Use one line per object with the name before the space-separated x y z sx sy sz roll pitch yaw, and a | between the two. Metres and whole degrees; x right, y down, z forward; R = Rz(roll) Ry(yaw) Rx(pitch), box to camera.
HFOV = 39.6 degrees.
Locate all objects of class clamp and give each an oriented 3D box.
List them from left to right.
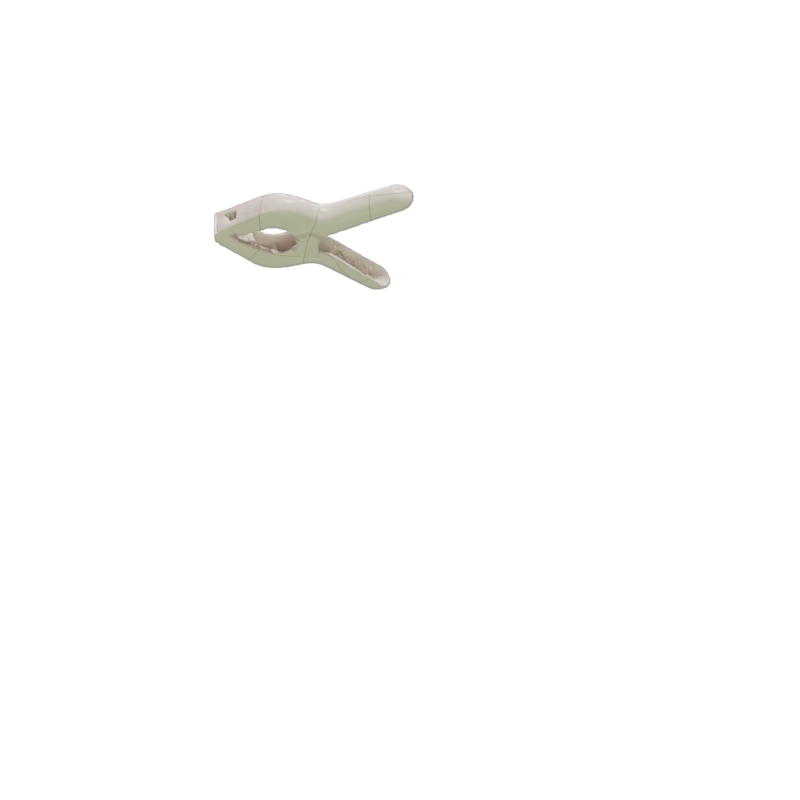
clamp | -0.076 -0.139 0.973 0.171 0.112 0.042 0 44 0
